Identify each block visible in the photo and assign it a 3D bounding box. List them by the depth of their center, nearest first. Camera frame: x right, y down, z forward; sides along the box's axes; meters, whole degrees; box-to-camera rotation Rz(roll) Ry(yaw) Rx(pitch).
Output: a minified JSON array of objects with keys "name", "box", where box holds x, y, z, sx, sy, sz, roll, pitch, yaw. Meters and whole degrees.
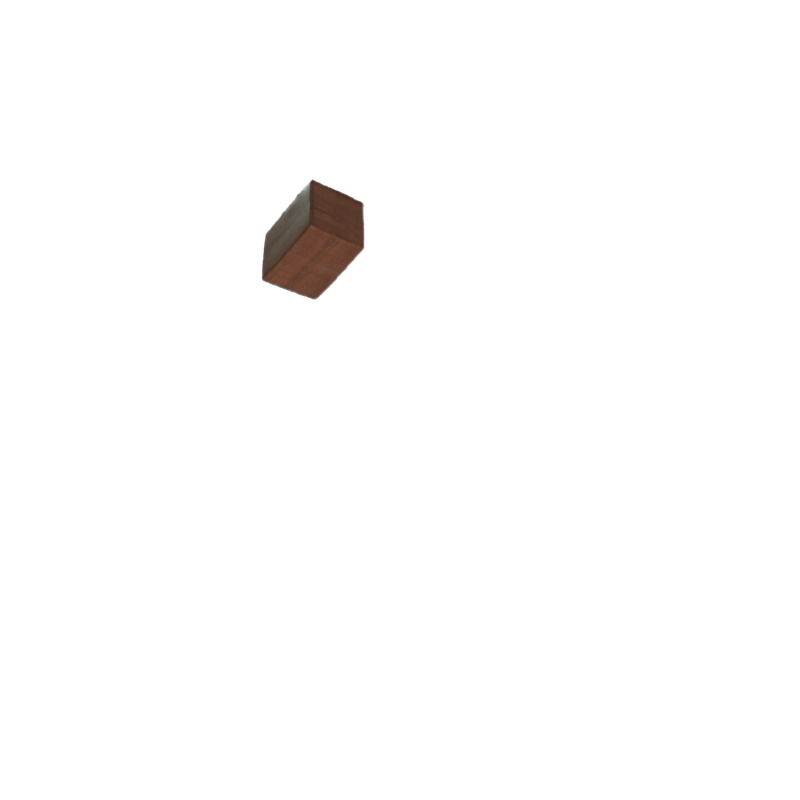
[{"name":"block","box":[-0.071,-0.129,0.901,0.050,0.055,0.076,23,-45,-27]}]
